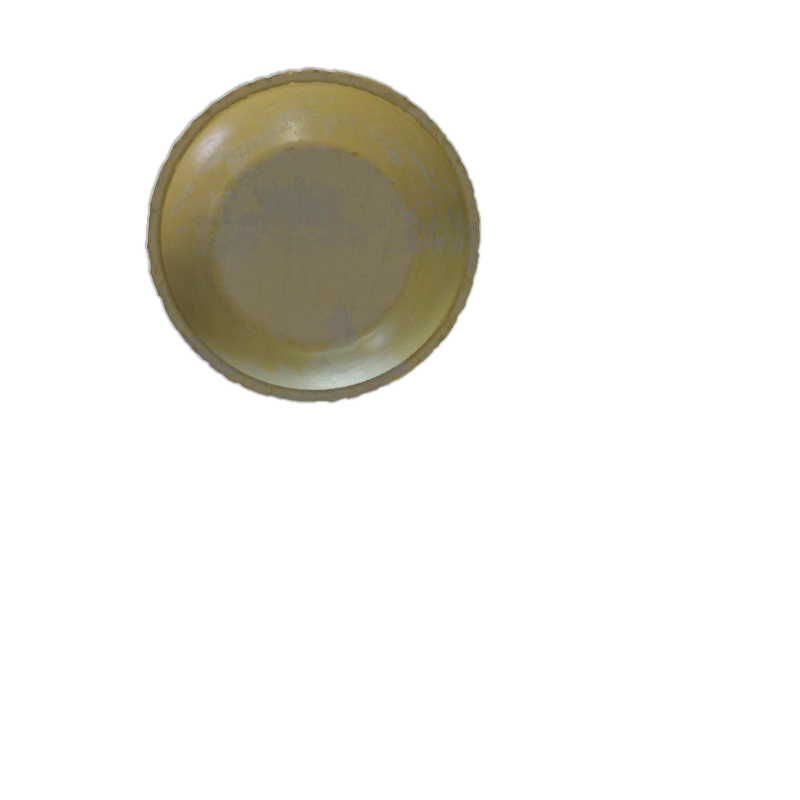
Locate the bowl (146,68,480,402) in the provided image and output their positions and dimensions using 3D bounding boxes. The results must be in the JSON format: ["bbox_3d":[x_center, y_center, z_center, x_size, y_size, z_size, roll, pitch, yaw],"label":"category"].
[{"bbox_3d":[-0.040,-0.073,0.511,0.162,0.160,0.056,0,5,0],"label":"bowl"}]
